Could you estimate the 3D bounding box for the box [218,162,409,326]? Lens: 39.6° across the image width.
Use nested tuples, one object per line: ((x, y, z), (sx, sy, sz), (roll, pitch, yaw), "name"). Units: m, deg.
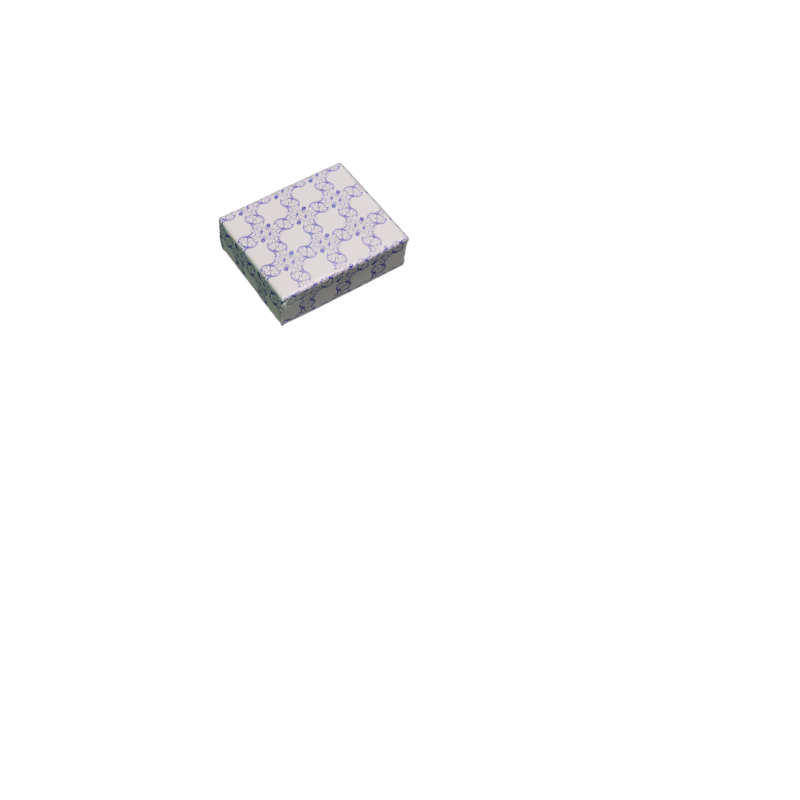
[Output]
((-0.065, -0.118, 0.823), (0.113, 0.096, 0.036), (-30, -30, -20), "box")
